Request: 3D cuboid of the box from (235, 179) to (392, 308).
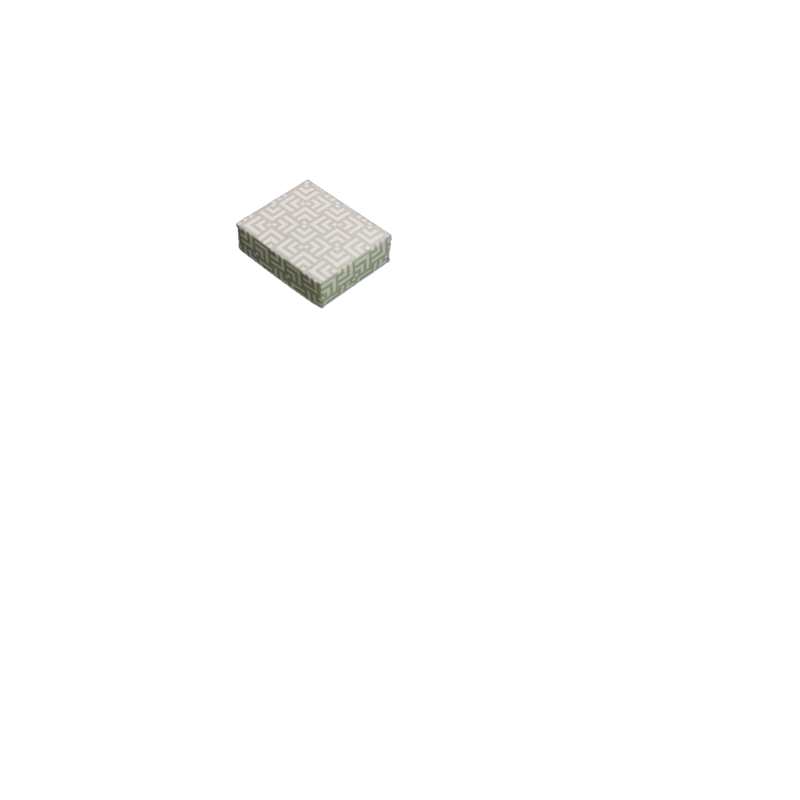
[{"bbox_3d":[-0.078,-0.143,0.999,0.090,0.036,0.121,-37,58,-28],"label":"box"}]
